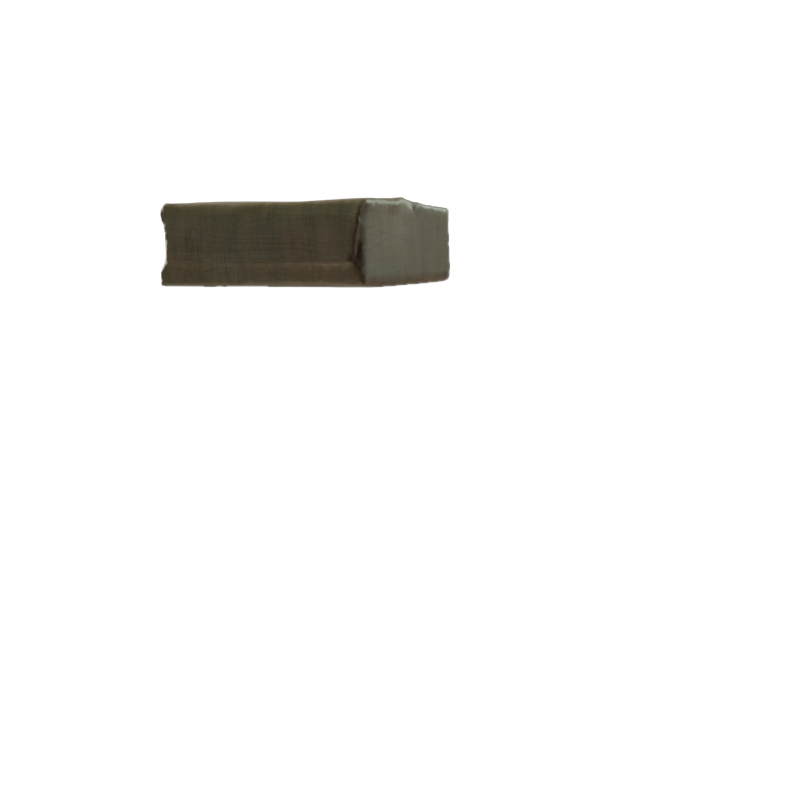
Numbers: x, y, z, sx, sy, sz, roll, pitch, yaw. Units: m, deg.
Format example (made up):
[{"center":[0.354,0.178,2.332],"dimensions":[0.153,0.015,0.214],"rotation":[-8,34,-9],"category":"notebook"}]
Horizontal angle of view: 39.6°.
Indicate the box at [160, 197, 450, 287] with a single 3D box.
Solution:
[{"center":[-0.030,-0.055,0.389],"dimensions":[0.075,0.030,0.087],"rotation":[3,7,22],"category":"box"}]
